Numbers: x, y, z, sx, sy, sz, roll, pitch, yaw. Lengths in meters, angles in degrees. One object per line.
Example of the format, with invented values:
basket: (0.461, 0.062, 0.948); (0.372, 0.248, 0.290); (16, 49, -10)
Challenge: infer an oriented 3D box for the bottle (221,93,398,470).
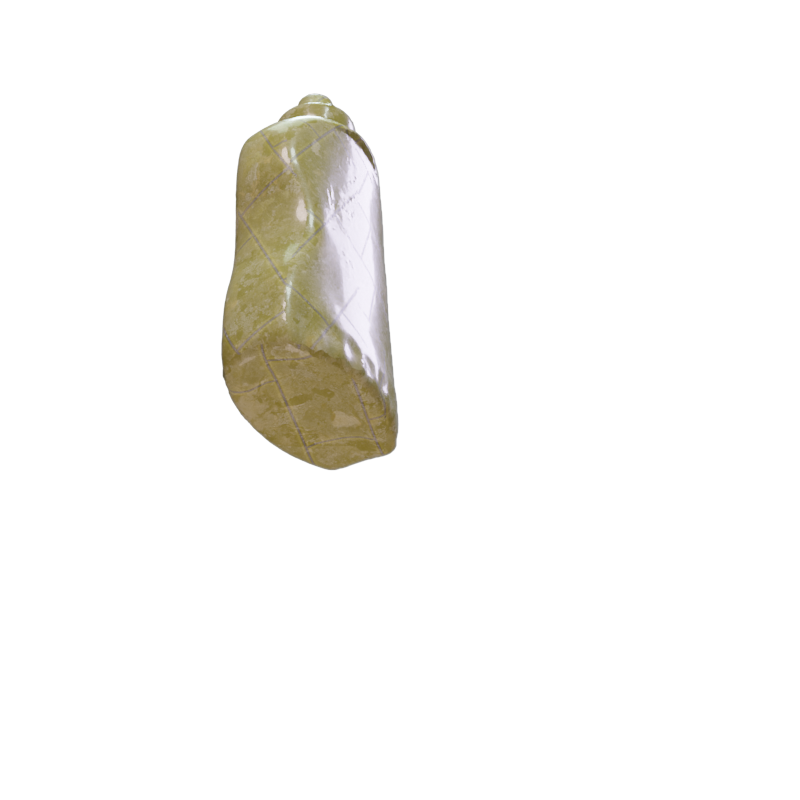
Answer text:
bottle: (-0.039, -0.073, 0.507); (0.059, 0.206, 0.089); (-22, -43, 21)
